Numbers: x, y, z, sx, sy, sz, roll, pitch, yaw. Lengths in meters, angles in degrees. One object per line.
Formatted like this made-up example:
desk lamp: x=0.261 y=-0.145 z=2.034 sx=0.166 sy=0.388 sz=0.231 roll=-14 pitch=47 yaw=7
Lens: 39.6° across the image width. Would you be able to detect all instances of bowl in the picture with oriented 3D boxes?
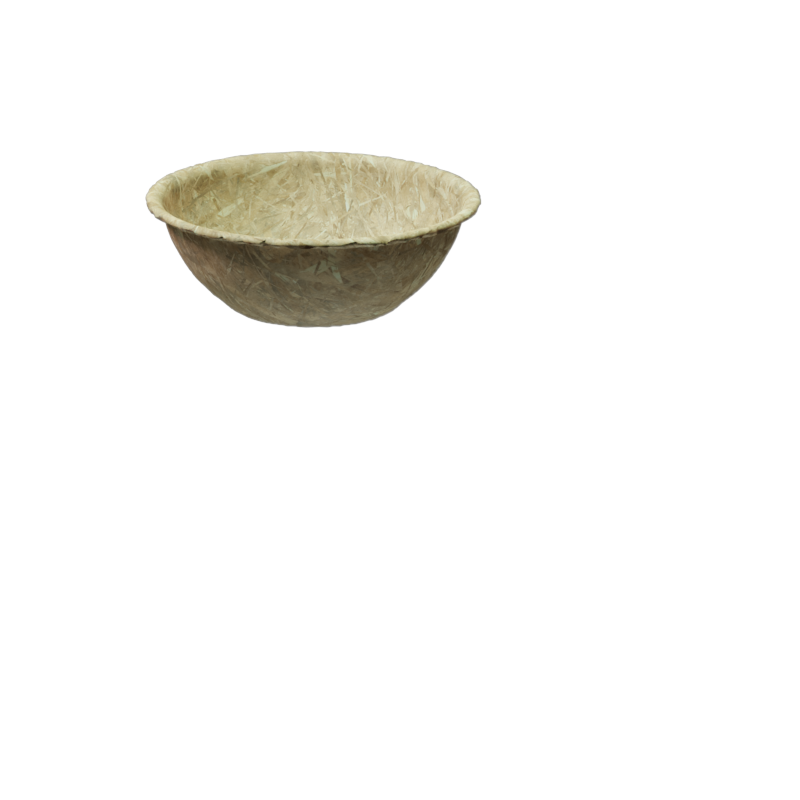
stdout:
bowl: x=-0.043 y=-0.078 z=0.546 sx=0.162 sy=0.052 sz=0.171 roll=-1 pitch=25 yaw=-2
